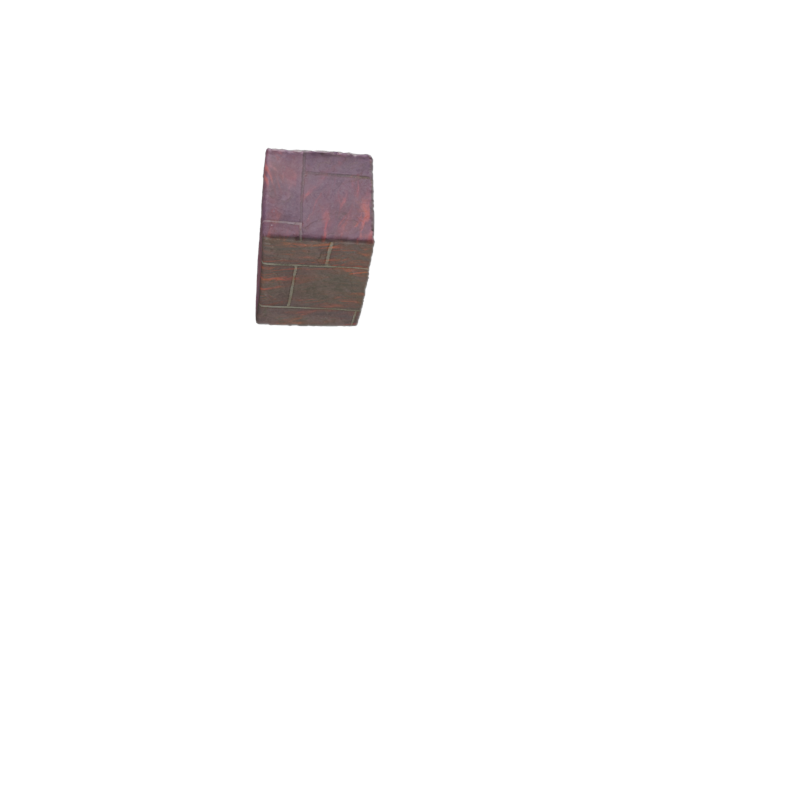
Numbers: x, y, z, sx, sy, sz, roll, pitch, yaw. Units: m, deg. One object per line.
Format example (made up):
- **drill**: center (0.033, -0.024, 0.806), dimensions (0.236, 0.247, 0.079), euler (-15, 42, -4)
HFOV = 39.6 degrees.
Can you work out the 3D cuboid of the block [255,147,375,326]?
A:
- **block**: center (-0.042, -0.077, 0.537), dimensions (0.052, 0.055, 0.074), euler (3, -30, -7)
